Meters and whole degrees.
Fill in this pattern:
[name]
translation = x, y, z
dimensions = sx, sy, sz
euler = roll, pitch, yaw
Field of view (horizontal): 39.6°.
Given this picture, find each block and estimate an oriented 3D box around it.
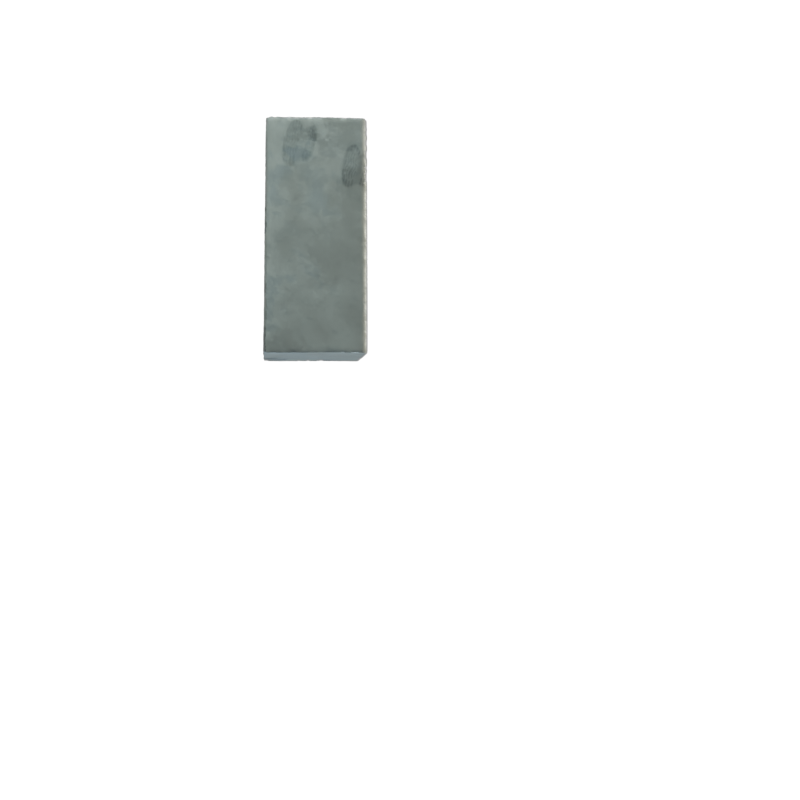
[block]
translation = -0.077, -0.142, 0.991
dimensions = 0.090, 0.211, 0.089
euler = 0, -9, -5
